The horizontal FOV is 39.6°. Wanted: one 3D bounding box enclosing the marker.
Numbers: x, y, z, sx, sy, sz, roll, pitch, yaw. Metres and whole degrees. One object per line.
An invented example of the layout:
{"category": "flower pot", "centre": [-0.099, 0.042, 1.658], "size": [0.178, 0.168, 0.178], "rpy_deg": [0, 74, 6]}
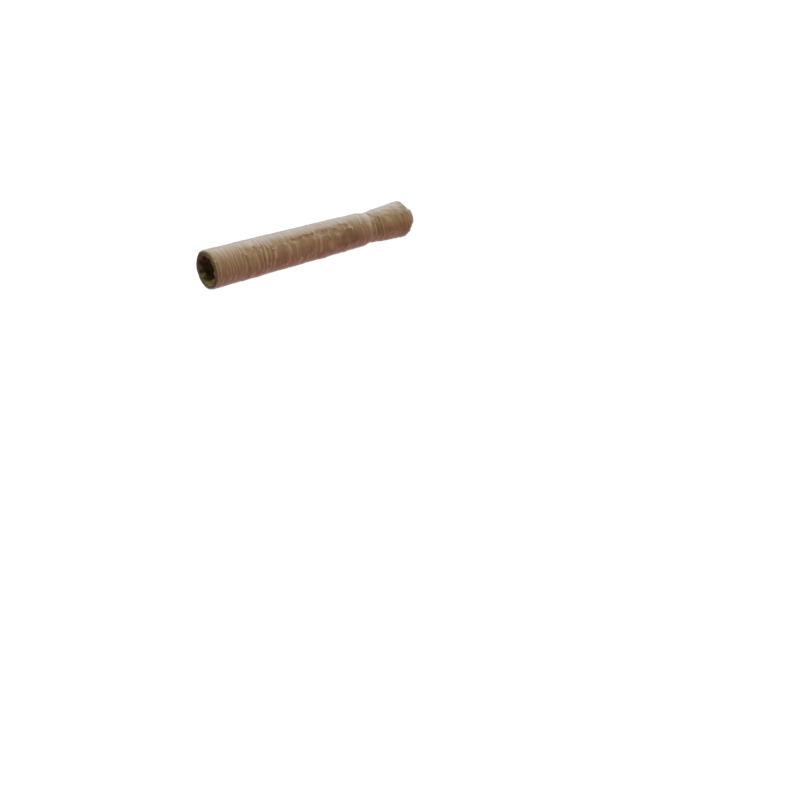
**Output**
{"category": "marker", "centre": [-0.042, -0.077, 0.537], "size": [0.119, 0.019, 0.021], "rpy_deg": [-21, 15, -33]}
